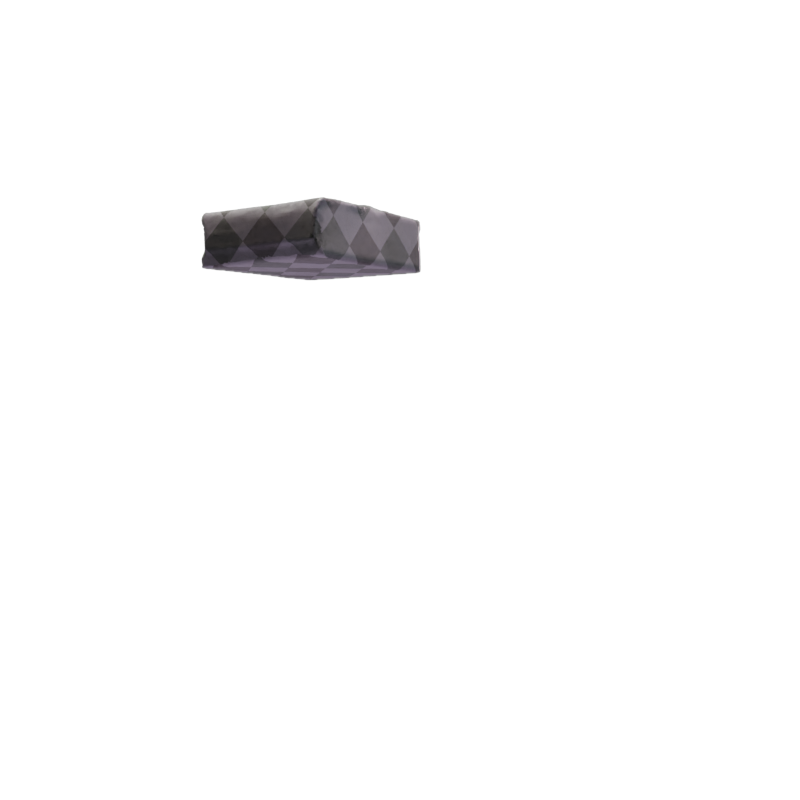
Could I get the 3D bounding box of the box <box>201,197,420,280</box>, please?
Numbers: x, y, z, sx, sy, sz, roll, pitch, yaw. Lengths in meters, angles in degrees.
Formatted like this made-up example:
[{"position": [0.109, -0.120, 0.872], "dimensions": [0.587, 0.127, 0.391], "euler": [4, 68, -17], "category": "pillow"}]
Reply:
[{"position": [-0.043, -0.079, 0.551], "dimensions": [0.075, 0.031, 0.085], "euler": [-1, -1, 35], "category": "box"}]
